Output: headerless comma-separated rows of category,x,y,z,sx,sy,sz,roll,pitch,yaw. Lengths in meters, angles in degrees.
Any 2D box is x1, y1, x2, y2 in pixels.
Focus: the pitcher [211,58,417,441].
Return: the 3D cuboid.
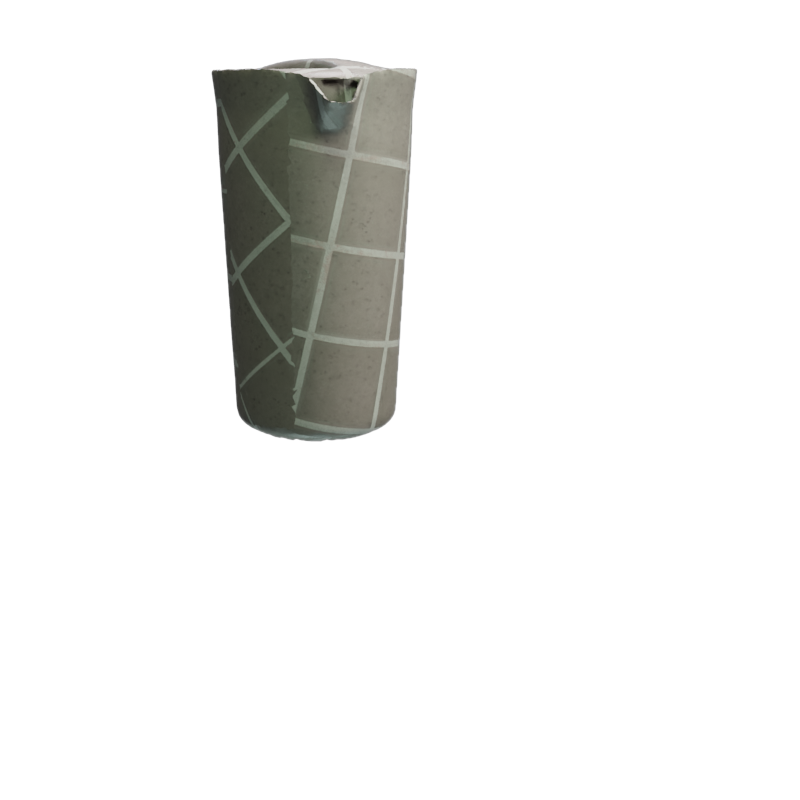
pitcher,-0.058,-0.107,0.747,0.151,0.238,0.147,7,12,30
